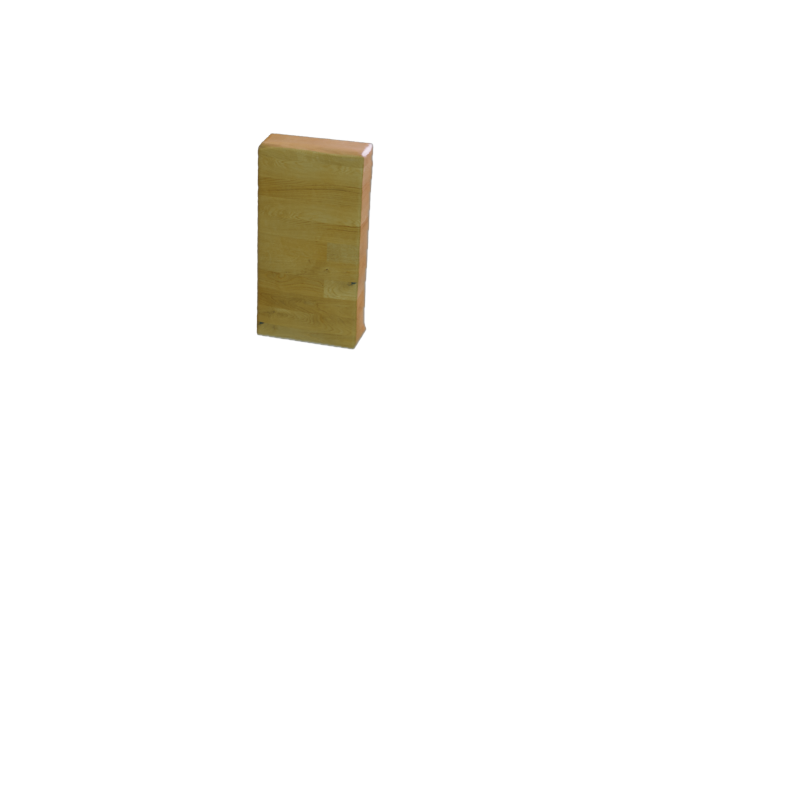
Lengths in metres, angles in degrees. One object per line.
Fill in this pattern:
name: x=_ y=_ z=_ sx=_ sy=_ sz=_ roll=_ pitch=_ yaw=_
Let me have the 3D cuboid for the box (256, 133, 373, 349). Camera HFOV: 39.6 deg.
box: x=-0.075 y=-0.136 z=0.950 sx=0.095 sy=0.167 sz=0.050 roll=8 pitch=26 yaw=13
